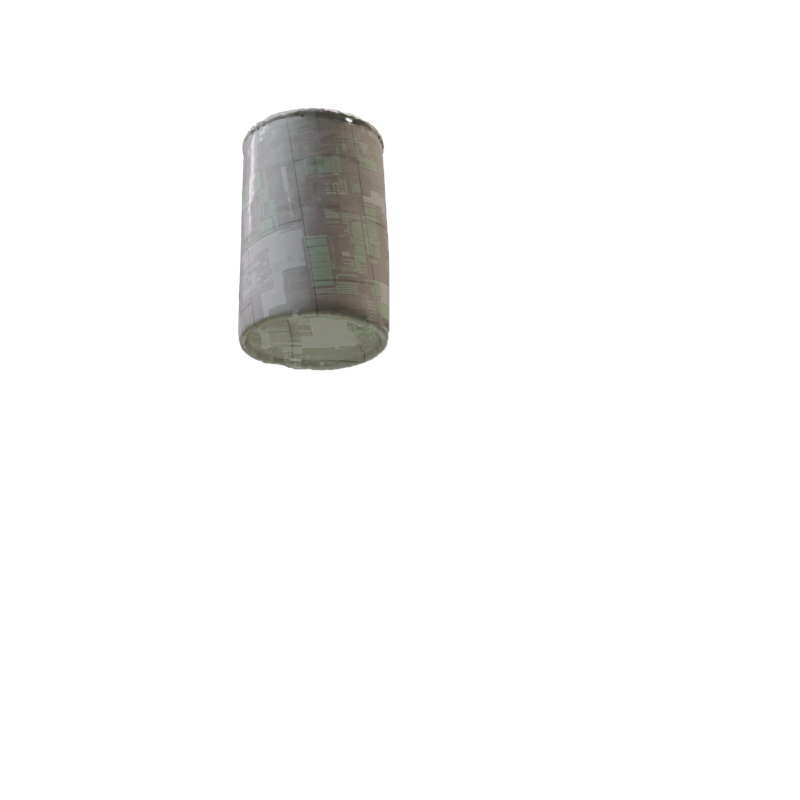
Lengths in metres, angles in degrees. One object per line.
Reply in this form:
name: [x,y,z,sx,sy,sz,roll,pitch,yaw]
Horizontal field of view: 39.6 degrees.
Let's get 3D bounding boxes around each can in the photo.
can: [-0.040,-0.072,0.508,0.068,0.108,0.065,0,-24,-2]
